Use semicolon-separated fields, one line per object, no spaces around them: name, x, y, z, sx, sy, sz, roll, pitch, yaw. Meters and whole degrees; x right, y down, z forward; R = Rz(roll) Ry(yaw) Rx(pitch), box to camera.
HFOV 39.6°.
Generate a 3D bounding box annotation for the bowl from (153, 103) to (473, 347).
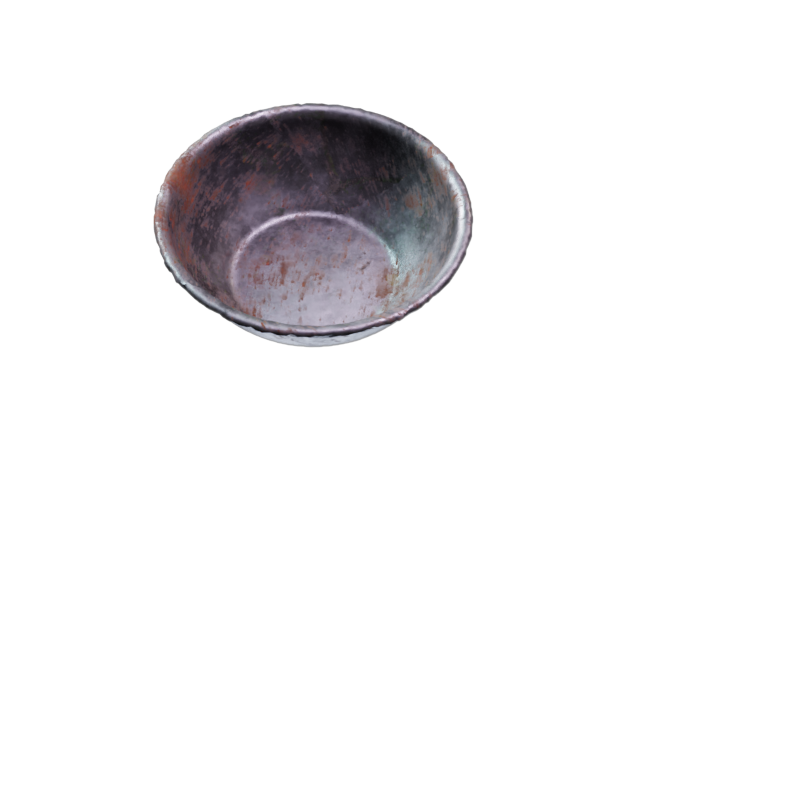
bowl;-0.046;-0.083;0.582;0.162;0.174;0.051;-1;-38;-1
